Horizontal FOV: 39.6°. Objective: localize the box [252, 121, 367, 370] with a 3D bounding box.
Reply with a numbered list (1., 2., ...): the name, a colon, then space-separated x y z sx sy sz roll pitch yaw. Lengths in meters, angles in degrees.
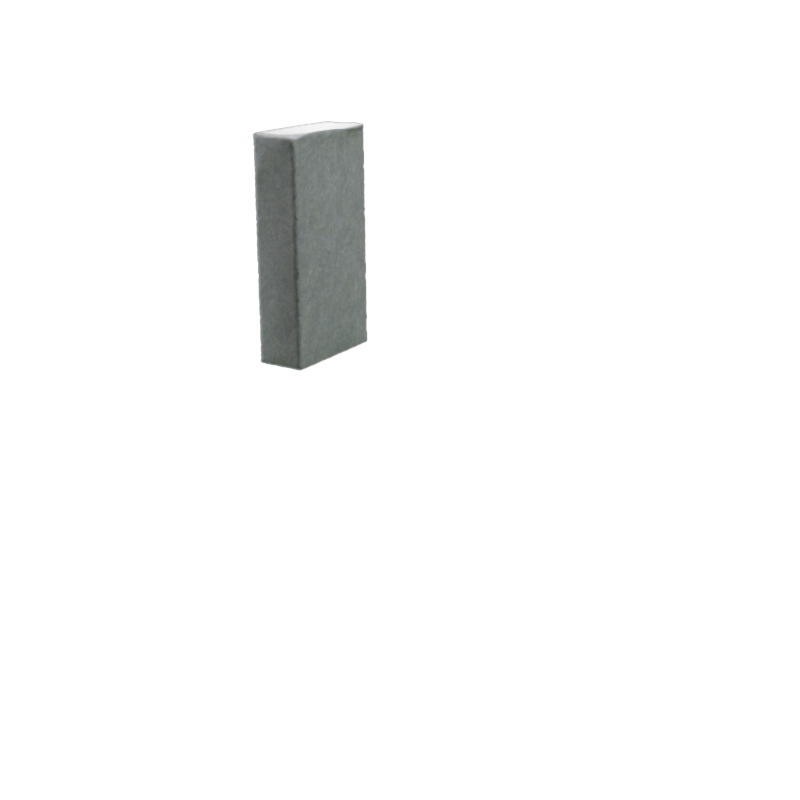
1. box: -0.066 -0.121 0.847 0.050 0.170 0.092 10 18 32
